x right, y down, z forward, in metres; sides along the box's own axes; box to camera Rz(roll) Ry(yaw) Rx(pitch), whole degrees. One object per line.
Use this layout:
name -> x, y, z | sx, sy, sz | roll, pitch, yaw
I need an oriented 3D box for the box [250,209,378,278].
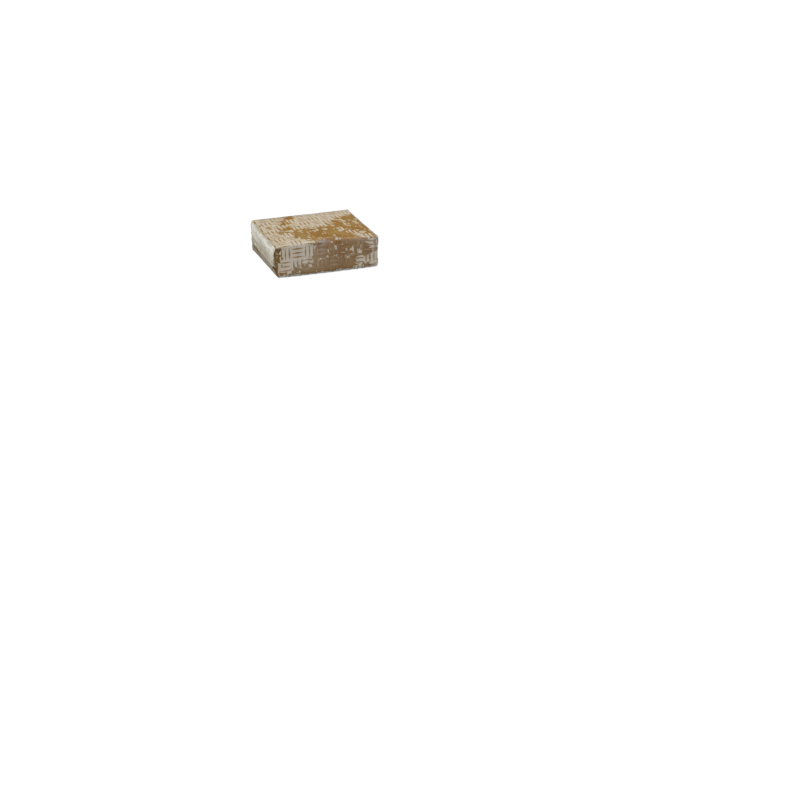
box -> -0.072, -0.131, 0.914 | 0.088, 0.029, 0.078 | -9, 27, -18
